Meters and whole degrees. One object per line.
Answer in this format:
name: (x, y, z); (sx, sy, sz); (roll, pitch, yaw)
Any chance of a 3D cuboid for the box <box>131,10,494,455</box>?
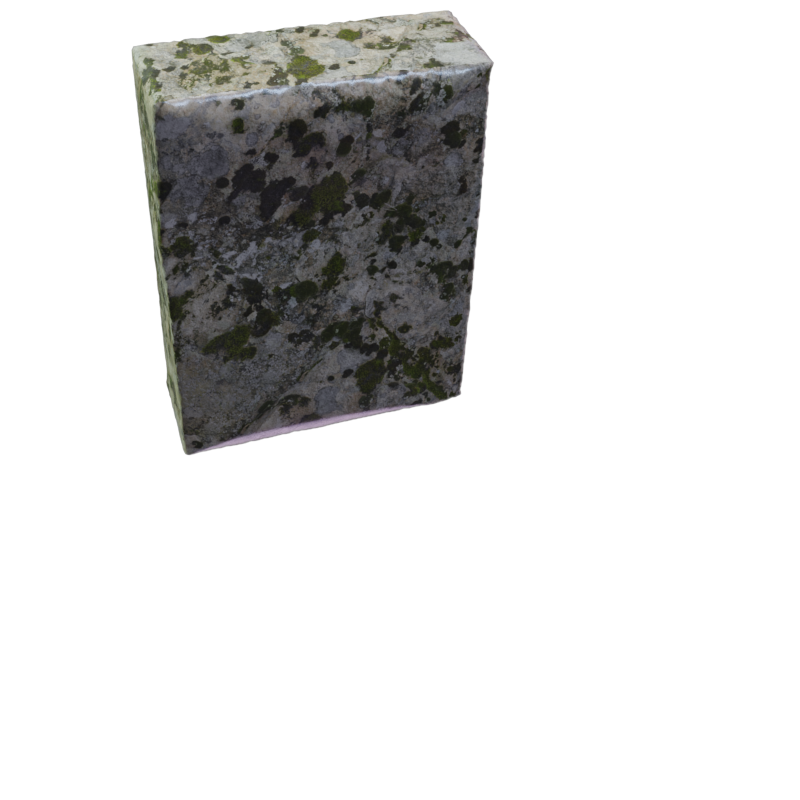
box: (-0.045, -0.082, 0.576); (0.162, 0.200, 0.078); (-10, 40, -15)
